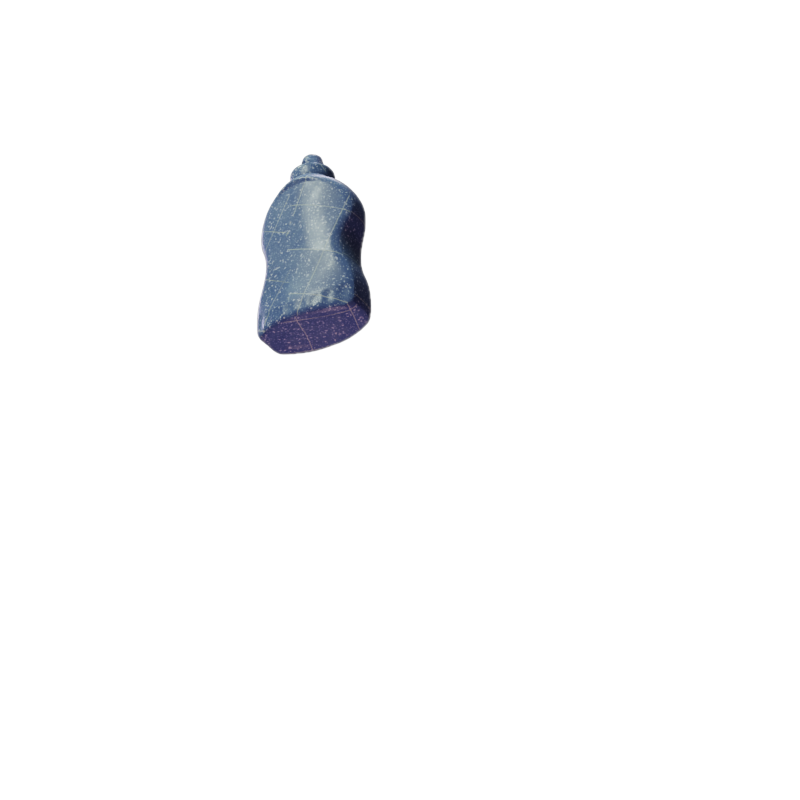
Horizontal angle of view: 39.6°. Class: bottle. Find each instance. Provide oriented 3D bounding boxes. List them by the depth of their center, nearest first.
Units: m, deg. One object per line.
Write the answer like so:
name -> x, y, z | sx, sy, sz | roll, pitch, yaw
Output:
bottle -> -0.076, -0.138, 0.963 | 0.097, 0.205, 0.054 | -21, -39, 24
